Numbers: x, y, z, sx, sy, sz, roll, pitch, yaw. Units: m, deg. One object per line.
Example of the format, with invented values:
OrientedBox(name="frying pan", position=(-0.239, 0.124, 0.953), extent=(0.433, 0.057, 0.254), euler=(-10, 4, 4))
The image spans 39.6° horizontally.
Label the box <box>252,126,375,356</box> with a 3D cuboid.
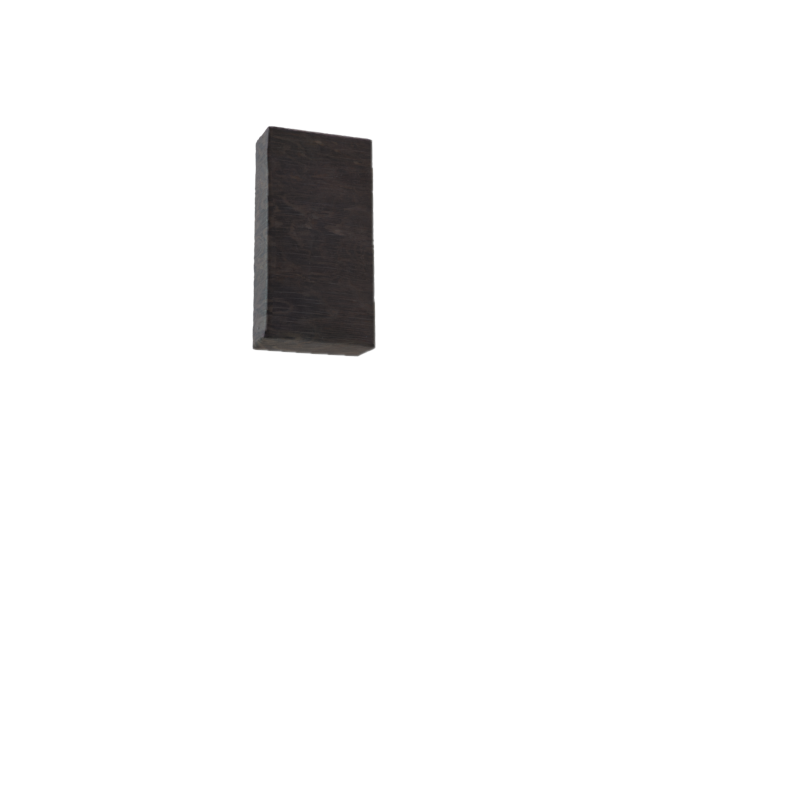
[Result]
OrientedBox(name="box", position=(-0.070, -0.127, 0.892), extent=(0.091, 0.184, 0.047), euler=(5, -18, -20))
